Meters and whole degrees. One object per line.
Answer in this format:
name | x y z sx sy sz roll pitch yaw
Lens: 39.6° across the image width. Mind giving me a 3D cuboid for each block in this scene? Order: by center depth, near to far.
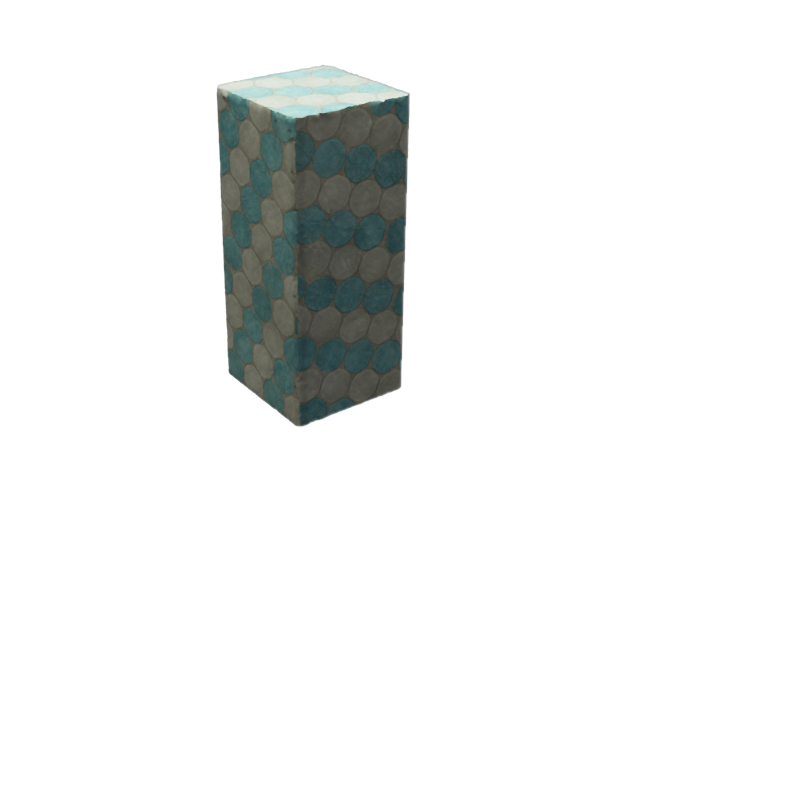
block | -0.057 -0.103 0.722 0.089 0.195 0.097 -17 32 -34
